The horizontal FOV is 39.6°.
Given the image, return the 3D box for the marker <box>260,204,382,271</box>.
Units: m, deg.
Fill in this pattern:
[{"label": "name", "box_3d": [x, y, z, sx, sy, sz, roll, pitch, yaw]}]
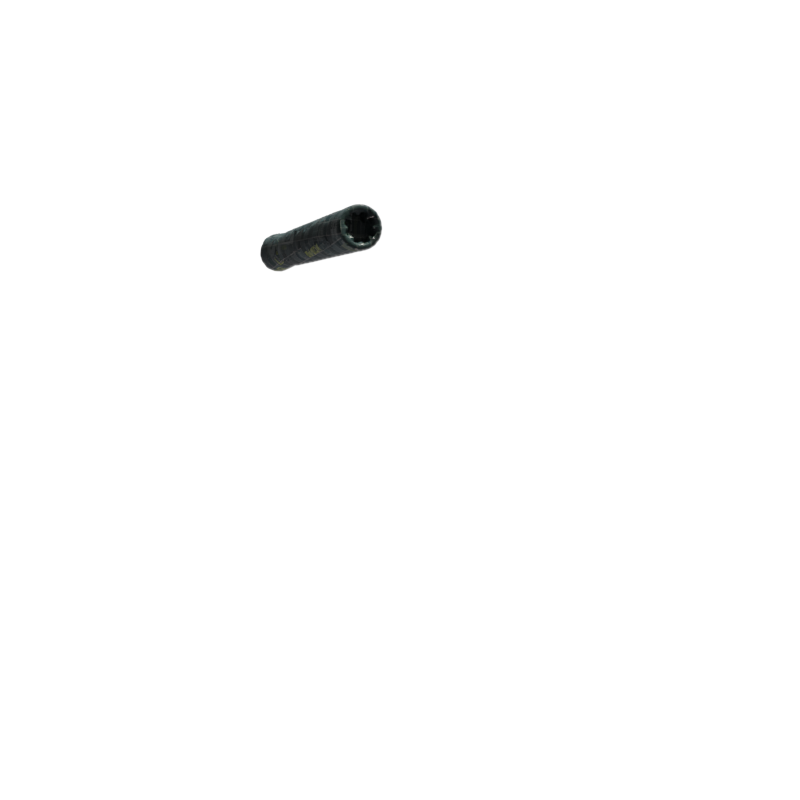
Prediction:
[{"label": "marker", "box_3d": [-0.039, -0.071, 0.496, 0.019, 0.020, 0.123, -1, 2, -22]}]
